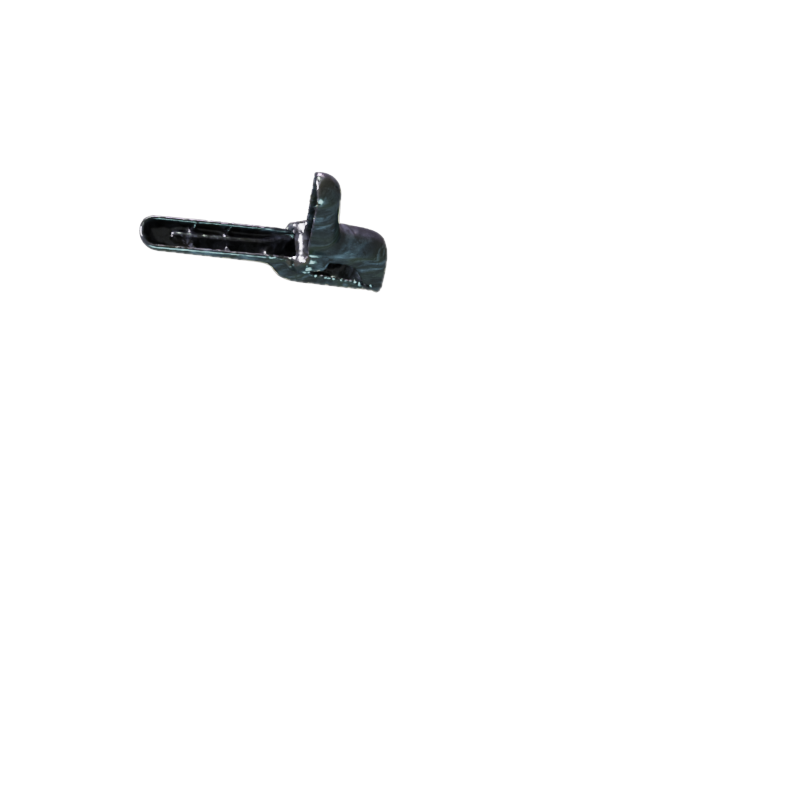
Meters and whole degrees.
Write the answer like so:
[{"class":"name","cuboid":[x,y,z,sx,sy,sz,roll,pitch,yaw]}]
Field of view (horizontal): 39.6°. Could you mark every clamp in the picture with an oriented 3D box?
[{"class":"clamp","cuboid":[-0.065,-0.118,0.827,0.168,0.038,0.198,-8,-13,37]}]
